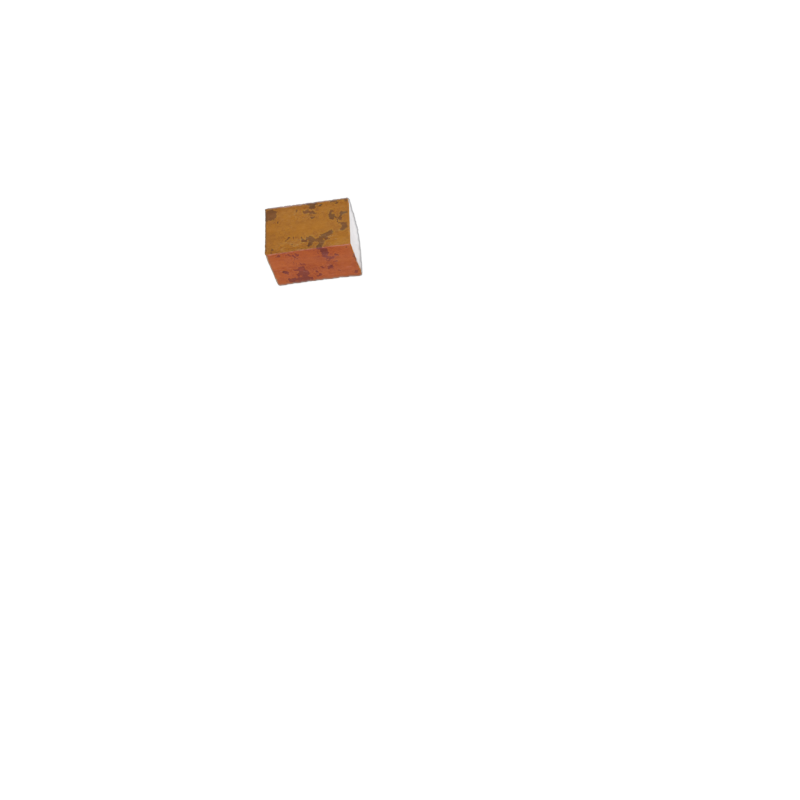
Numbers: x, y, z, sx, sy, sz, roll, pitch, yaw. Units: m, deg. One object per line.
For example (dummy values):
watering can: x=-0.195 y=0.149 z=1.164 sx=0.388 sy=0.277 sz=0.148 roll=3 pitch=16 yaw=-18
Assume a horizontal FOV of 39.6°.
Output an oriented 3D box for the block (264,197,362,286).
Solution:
block: x=-0.076 y=-0.139 z=0.974 sx=0.079 sy=0.055 sz=0.049 roll=-6 pitch=-32 yaw=8
